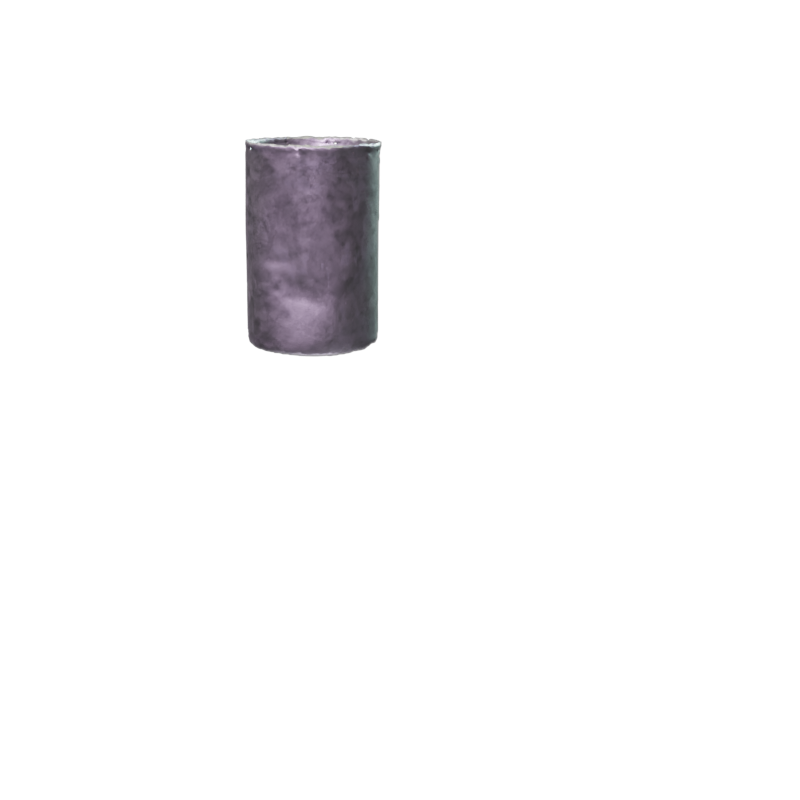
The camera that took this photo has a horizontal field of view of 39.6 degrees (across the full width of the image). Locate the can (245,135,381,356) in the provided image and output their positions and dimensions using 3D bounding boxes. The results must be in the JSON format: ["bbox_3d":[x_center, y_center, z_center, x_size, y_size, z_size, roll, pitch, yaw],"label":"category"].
[{"bbox_3d":[-0.044,-0.079,0.556,0.068,0.100,0.070,0,12,-2],"label":"can"}]
